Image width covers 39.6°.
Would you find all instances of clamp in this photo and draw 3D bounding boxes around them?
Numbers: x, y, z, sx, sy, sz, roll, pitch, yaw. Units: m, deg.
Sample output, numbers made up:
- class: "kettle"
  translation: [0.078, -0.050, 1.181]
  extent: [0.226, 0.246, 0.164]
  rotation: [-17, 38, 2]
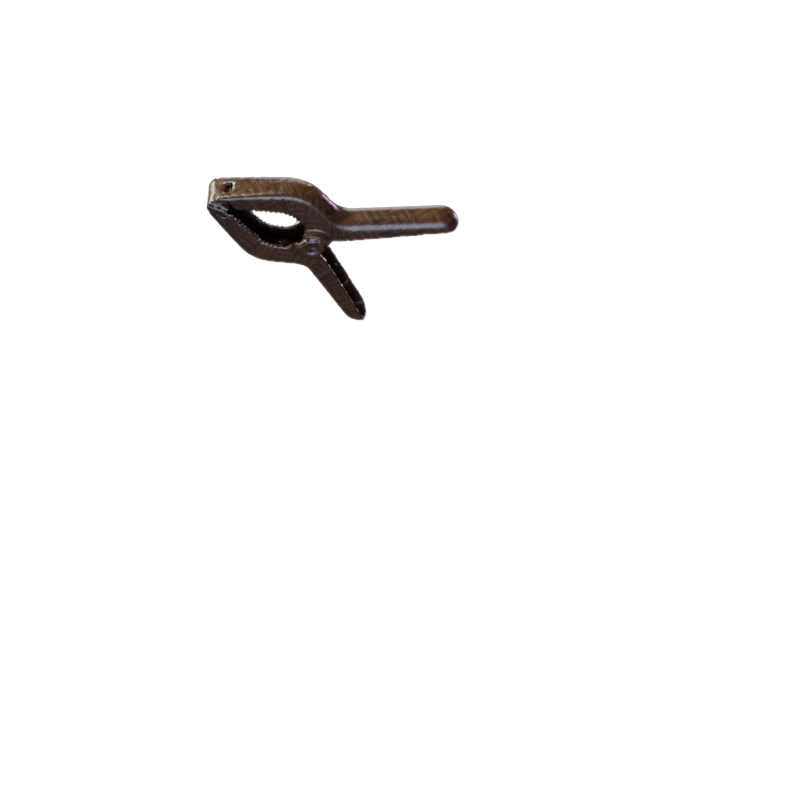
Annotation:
- class: "clamp"
  translation: [-0.077, -0.140, 0.980]
  extent: [0.203, 0.039, 0.159]
  rotation: [15, -39, -19]
